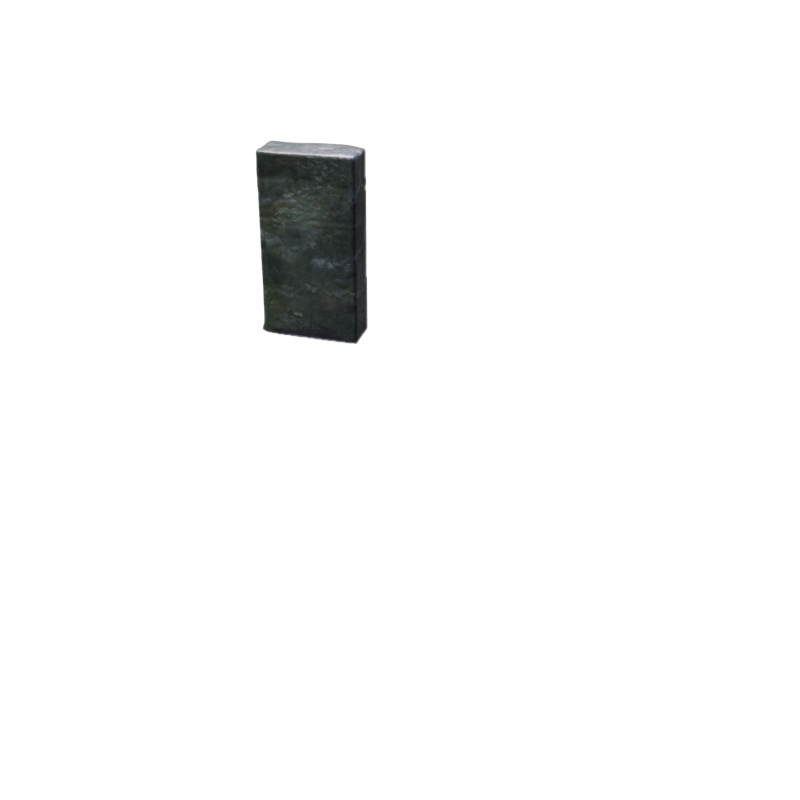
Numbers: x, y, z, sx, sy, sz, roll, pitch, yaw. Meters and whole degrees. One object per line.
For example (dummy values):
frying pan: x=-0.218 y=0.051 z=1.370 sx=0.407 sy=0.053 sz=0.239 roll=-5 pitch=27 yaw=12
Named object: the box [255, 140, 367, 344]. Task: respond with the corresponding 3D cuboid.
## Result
box: x=-0.078 y=-0.143 z=0.999 sx=0.096 sy=0.169 sz=0.049 roll=7 pitch=20 yaw=16
